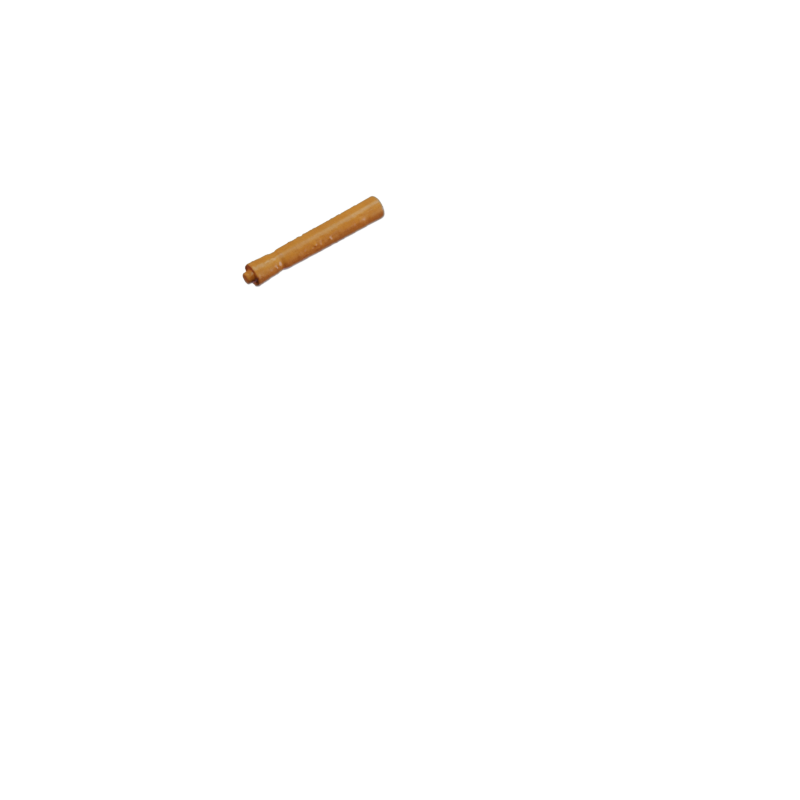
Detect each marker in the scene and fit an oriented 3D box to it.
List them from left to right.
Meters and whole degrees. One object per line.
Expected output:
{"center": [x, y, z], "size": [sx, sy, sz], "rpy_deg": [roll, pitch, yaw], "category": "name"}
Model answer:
{"center": [-0.064, -0.117, 0.823], "size": [0.121, 0.019, 0.020], "rpy_deg": [-32, 17, -22], "category": "marker"}
